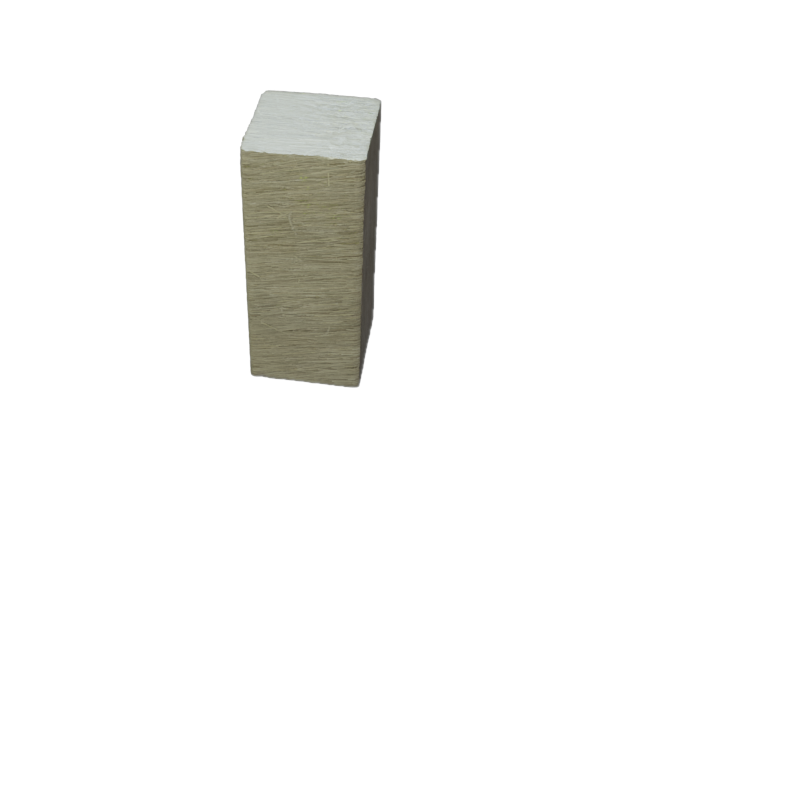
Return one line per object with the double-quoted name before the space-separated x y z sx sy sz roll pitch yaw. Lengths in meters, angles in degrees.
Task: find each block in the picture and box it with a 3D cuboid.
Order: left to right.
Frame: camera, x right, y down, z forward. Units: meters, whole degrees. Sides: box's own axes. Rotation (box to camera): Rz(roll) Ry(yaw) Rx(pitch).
"block" -0.066 -0.120 0.838 0.091 0.192 0.096 6 39 4
